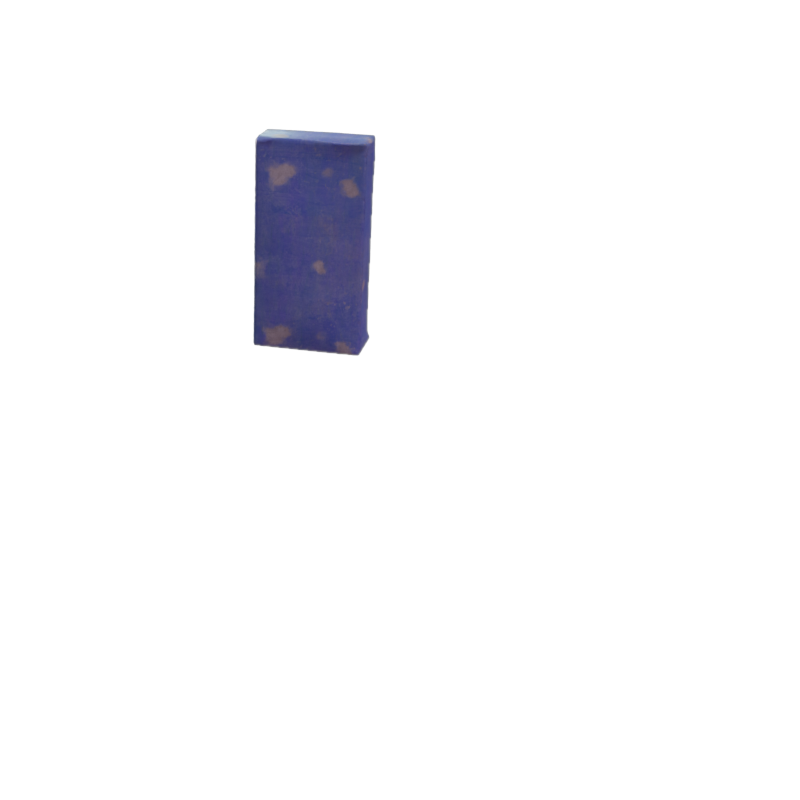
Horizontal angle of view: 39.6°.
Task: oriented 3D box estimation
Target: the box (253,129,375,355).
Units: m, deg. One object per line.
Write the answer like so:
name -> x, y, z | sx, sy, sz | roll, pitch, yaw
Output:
box -> -0.071, -0.129, 0.901 | 0.095, 0.169, 0.049 | 5, 19, 11
